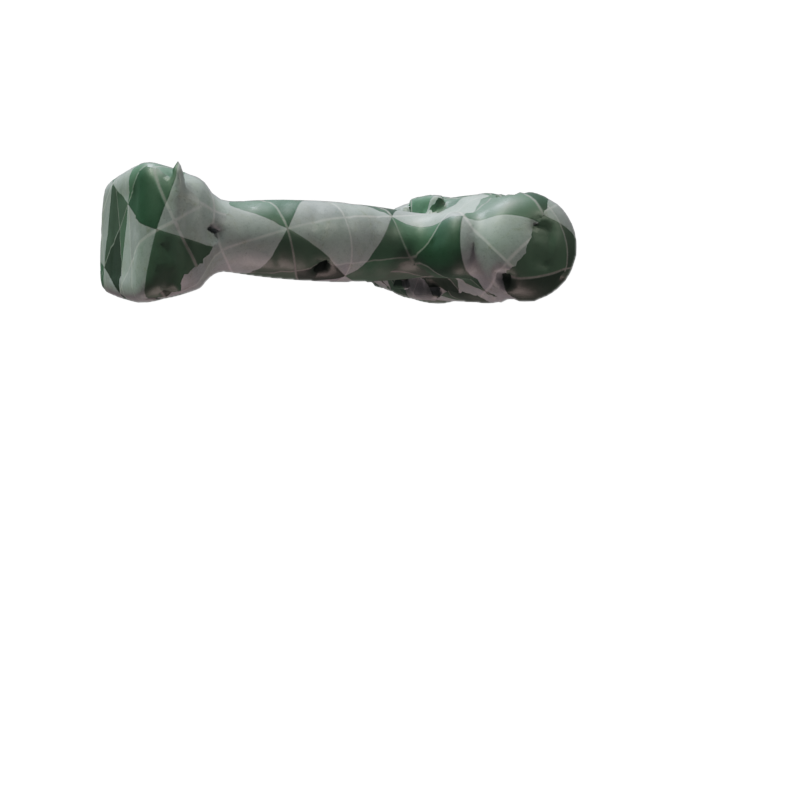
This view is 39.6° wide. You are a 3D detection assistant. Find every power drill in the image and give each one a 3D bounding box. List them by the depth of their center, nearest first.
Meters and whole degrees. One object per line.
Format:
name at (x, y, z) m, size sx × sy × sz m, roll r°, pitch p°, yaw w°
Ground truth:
power drill at (-0.040, -0.073, 0.514) m, size 0.183 × 0.057 × 0.189 m, roll -2°, pitch 5°, yaw -21°
